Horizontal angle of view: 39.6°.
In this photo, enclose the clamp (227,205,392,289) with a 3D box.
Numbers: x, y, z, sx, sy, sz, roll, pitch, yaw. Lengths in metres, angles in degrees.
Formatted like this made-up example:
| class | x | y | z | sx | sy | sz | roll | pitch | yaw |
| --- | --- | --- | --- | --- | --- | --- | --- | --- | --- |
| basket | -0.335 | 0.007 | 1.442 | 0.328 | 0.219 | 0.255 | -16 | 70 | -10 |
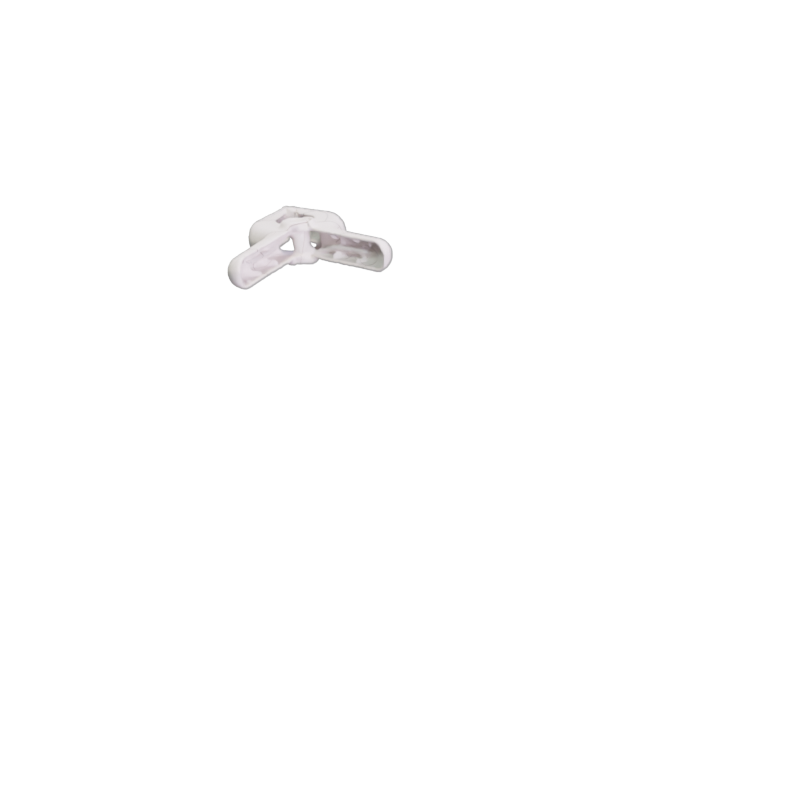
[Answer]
| class | x | y | z | sx | sy | sz | roll | pitch | yaw |
| --- | --- | --- | --- | --- | --- | --- | --- | --- | --- |
| clamp | -0.068 | -0.125 | 0.873 | 0.120 | 0.037 | 0.179 | 0 | 23 | -1 |
